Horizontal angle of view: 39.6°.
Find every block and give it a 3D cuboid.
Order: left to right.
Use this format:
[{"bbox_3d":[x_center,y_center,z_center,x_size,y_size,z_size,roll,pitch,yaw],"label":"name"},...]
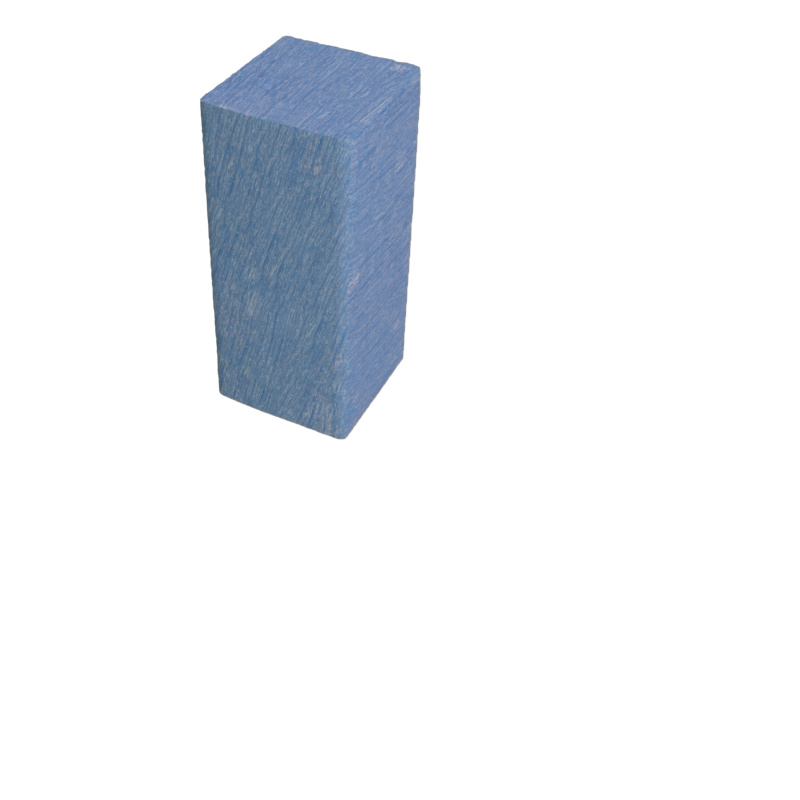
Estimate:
[{"bbox_3d":[-0.050,-0.091,0.640,0.094,0.193,0.093,19,41,19],"label":"block"}]
